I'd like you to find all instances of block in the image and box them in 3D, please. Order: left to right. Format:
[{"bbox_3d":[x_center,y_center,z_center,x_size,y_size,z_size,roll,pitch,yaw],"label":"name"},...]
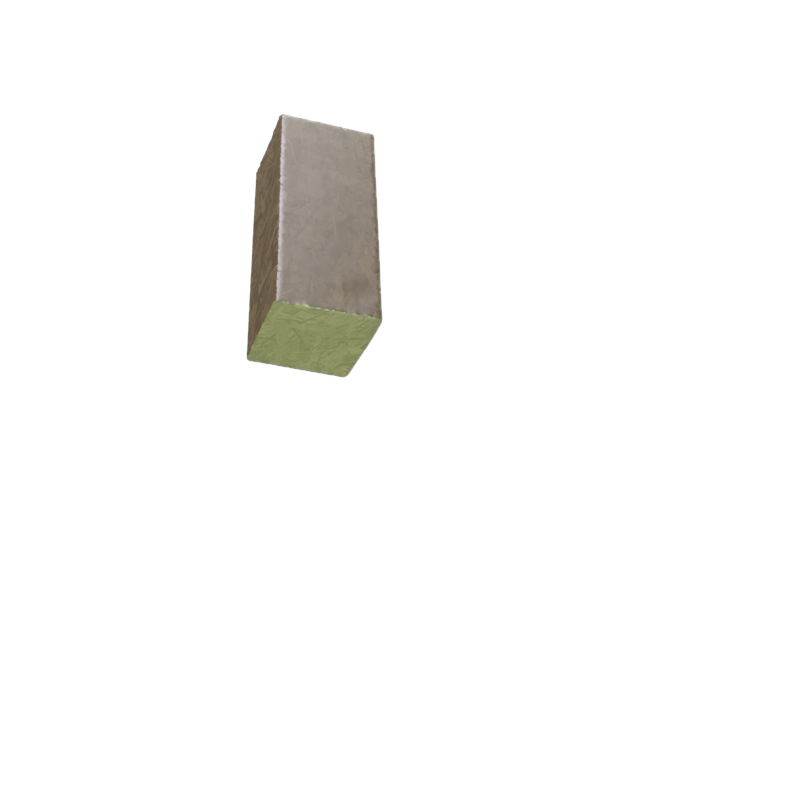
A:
[{"bbox_3d":[-0.074,-0.135,0.952,0.088,0.221,0.086,10,-38,-17],"label":"block"}]
